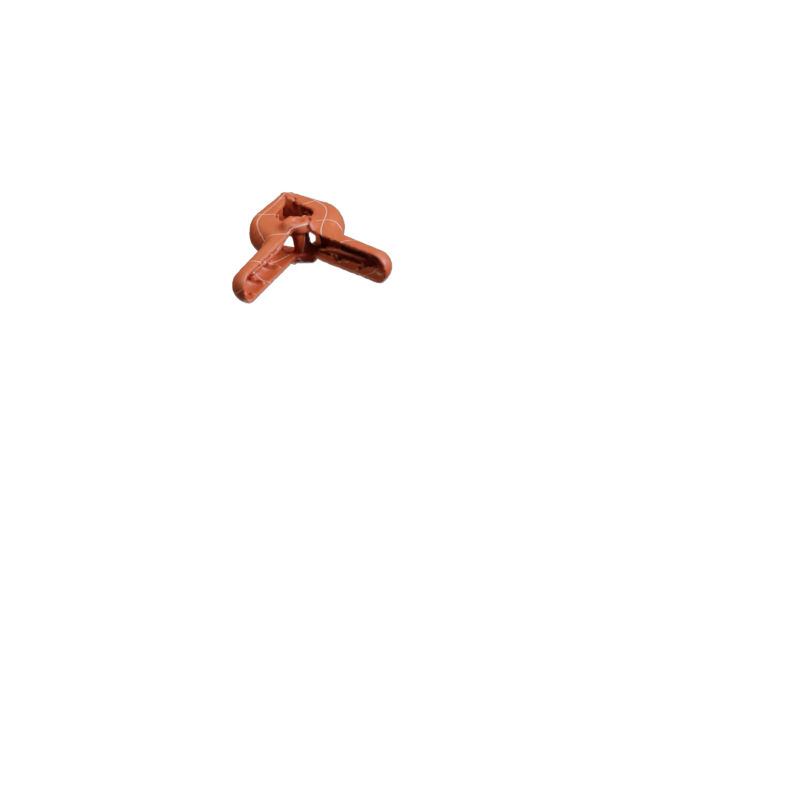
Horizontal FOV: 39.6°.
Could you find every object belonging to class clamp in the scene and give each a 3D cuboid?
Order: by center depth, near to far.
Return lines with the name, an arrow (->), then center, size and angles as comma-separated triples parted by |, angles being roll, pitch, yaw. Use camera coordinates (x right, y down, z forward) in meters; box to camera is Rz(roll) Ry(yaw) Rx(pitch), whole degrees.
clamp -> -0.070, -0.127, 0.892 | 0.120, 0.037, 0.182 | -1, 32, -2
